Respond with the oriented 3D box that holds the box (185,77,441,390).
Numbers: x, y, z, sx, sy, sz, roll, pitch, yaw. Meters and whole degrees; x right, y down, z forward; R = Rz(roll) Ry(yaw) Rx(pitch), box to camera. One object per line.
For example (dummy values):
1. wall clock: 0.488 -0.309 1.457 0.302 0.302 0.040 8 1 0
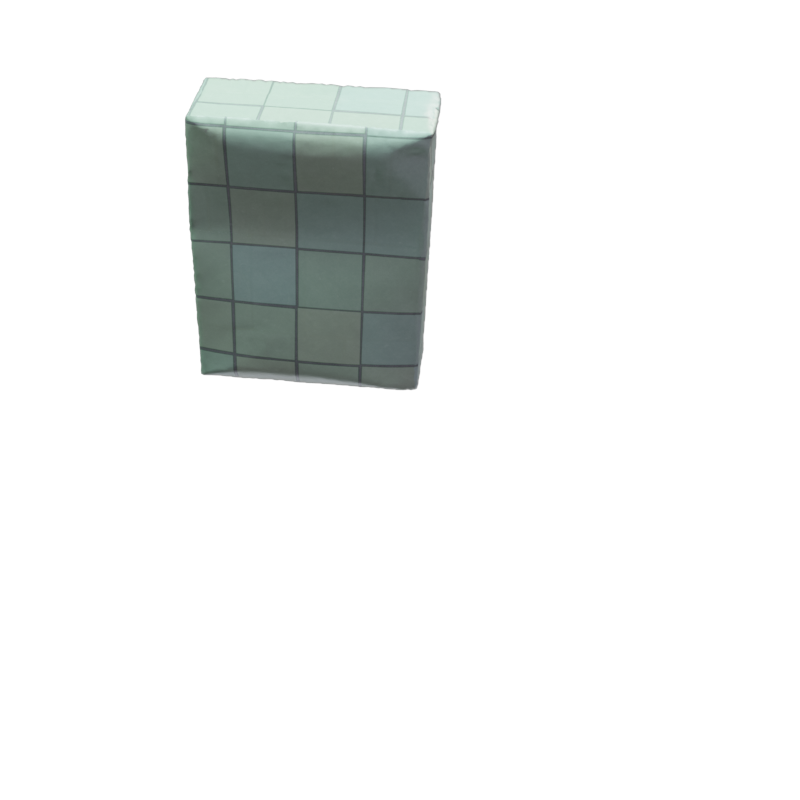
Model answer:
1. box: -0.061 -0.111 0.778 0.166 0.200 0.076 6 35 5
